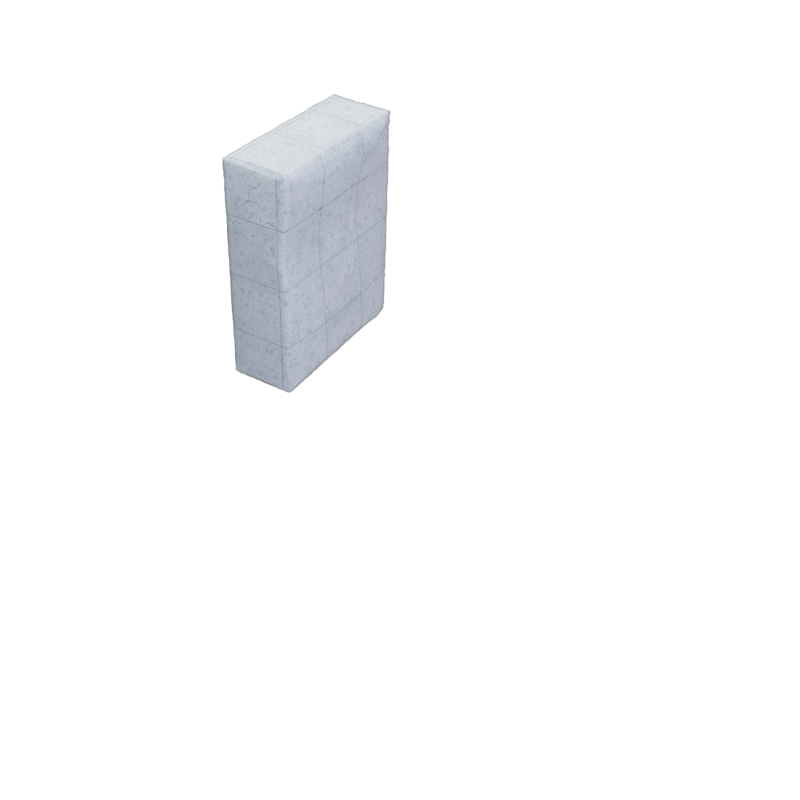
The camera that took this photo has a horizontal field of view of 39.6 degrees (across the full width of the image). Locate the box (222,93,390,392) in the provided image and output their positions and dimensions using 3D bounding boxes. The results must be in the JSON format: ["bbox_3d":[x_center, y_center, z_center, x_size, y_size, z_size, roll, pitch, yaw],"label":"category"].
[{"bbox_3d":[-0.077,-0.140,0.981,0.075,0.200,0.167,20,38,24],"label":"box"}]
